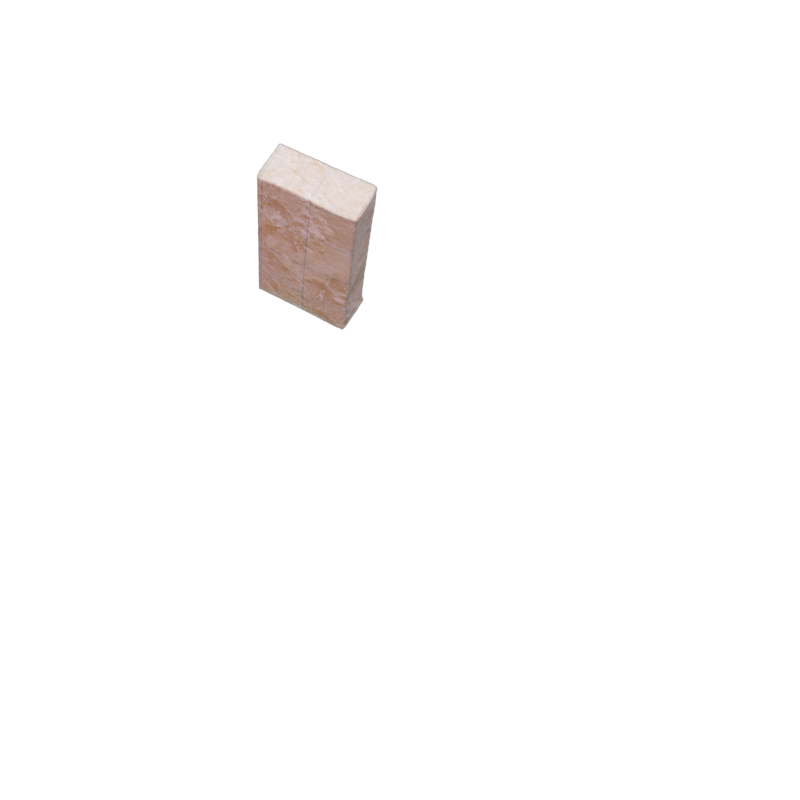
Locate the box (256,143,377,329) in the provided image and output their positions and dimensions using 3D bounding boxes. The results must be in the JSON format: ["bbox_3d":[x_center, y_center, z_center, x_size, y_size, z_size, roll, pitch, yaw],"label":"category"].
[{"bbox_3d":[-0.075,-0.136,0.950,0.096,0.050,0.166,27,-25,10],"label":"box"}]
